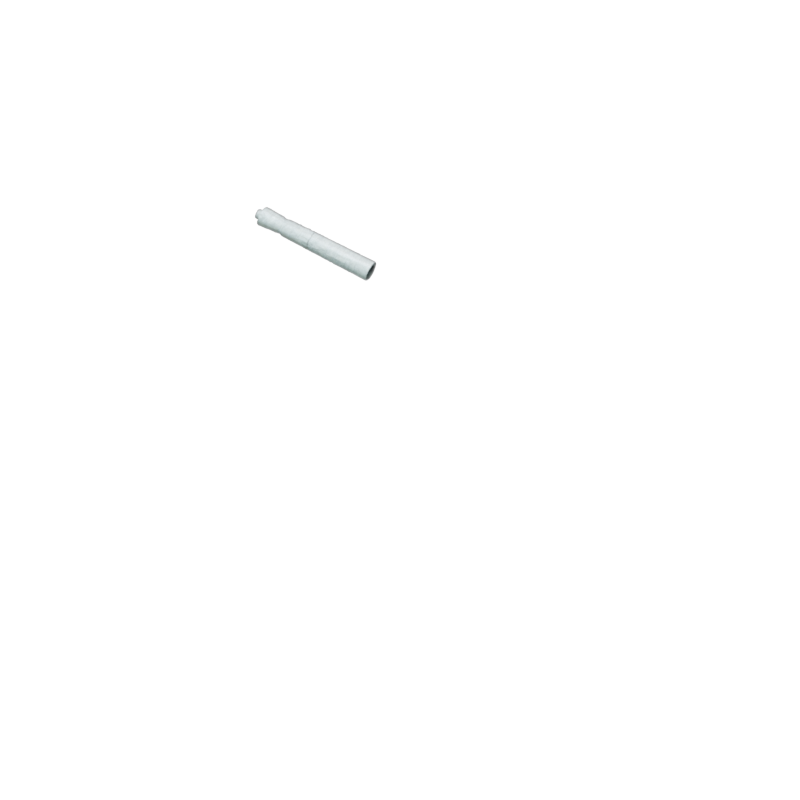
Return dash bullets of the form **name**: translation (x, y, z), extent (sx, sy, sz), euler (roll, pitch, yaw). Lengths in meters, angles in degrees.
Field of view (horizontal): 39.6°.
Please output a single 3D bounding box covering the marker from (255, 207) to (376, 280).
- **marker**: translation (-0.078, -0.143, 0.999), extent (0.126, 0.019, 0.019), euler (29, 12, 17)
